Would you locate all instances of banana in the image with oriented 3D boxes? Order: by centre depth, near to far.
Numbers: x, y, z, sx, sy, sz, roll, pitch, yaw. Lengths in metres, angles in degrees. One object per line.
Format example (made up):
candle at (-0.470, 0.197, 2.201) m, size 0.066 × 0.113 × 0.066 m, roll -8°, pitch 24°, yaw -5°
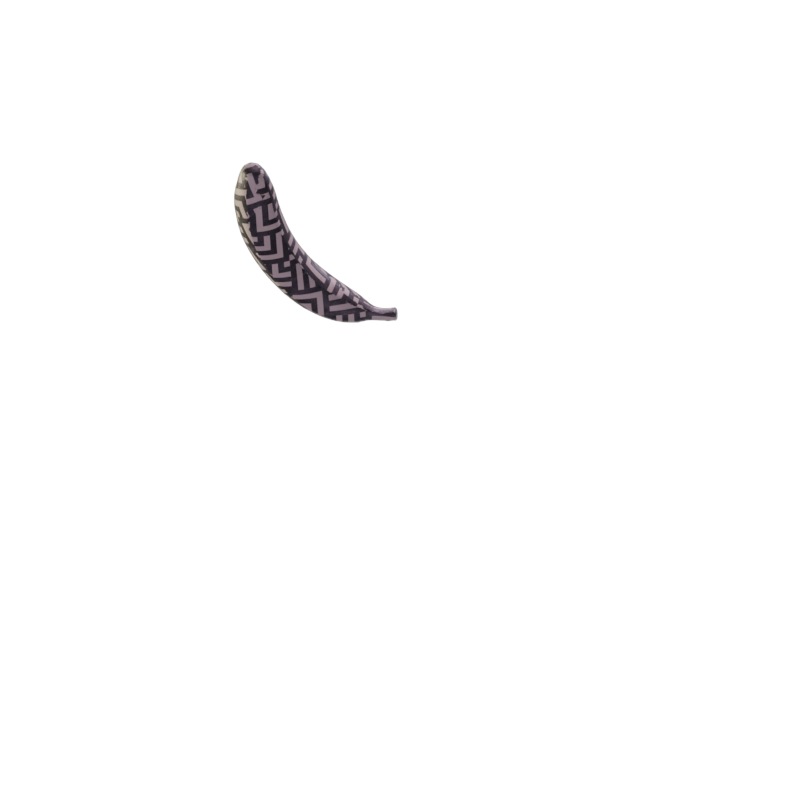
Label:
banana at (-0.083, -0.118, 0.904) m, size 0.069 × 0.039 × 0.184 m, roll -28°, pitch -51°, yaw 25°
